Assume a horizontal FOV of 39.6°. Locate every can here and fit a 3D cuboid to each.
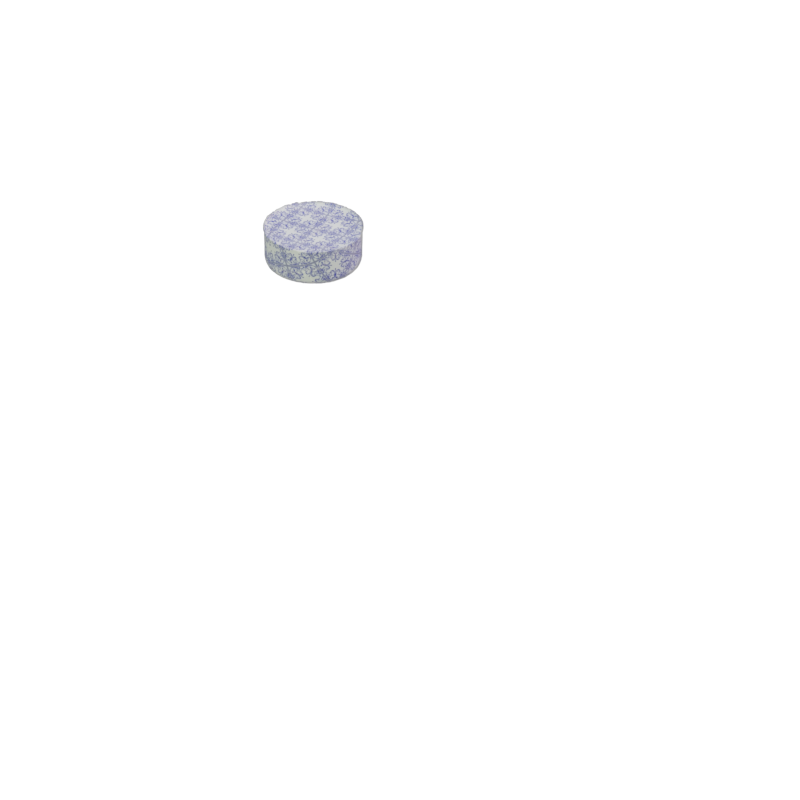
[{"bbox_3d":[-0.074,-0.136,0.950,0.086,0.031,0.092,-1,37,-2],"label":"can"}]
